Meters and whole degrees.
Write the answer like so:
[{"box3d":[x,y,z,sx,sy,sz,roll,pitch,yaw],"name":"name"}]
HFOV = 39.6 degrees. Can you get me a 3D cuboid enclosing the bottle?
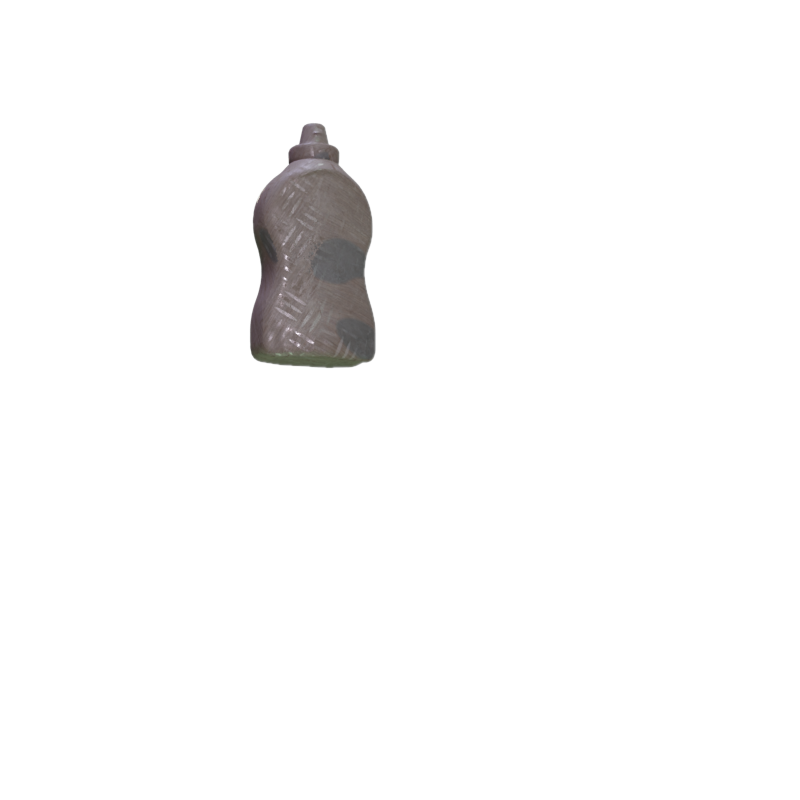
[{"box3d":[-0.068,-0.124,0.870,0.093,0.198,0.058,4,-15,-22],"name":"bottle"}]
